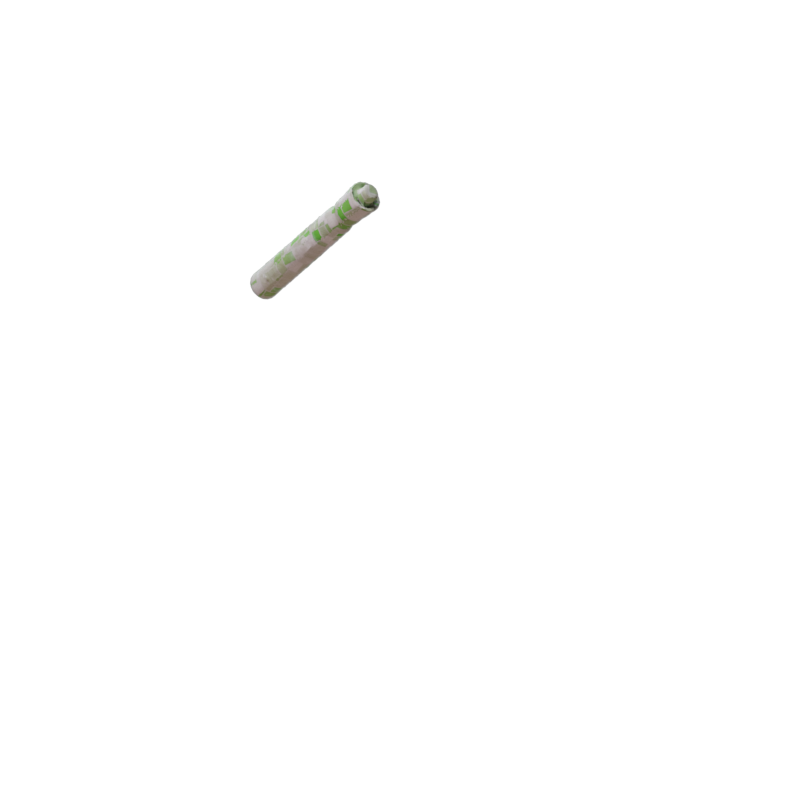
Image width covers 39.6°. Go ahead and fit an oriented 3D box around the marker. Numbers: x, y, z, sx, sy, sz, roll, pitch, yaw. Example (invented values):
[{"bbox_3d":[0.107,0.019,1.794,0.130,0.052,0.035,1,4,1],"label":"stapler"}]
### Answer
[{"bbox_3d":[-0.050,-0.092,0.644,0.019,0.021,0.120,-2,-20,-39],"label":"marker"}]
